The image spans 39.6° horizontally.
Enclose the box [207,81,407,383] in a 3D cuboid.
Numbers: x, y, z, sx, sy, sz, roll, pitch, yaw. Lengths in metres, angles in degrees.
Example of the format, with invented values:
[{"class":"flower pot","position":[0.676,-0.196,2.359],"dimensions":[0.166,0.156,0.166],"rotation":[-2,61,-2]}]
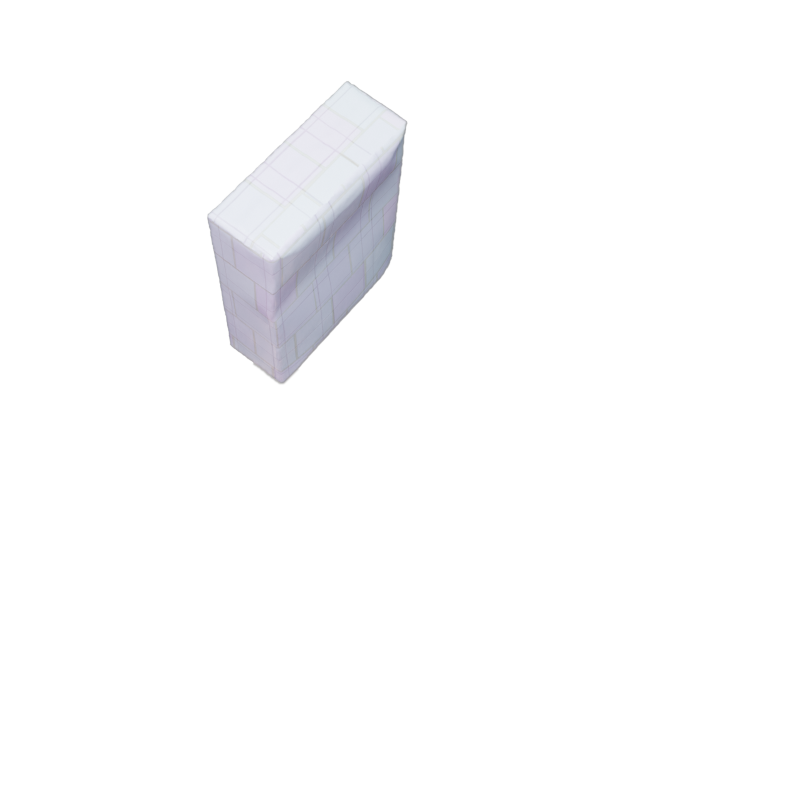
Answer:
[{"class":"box","position":[-0.071,-0.130,0.908],"dimensions":[0.075,0.167,0.202],"rotation":[35,-23,12]}]
